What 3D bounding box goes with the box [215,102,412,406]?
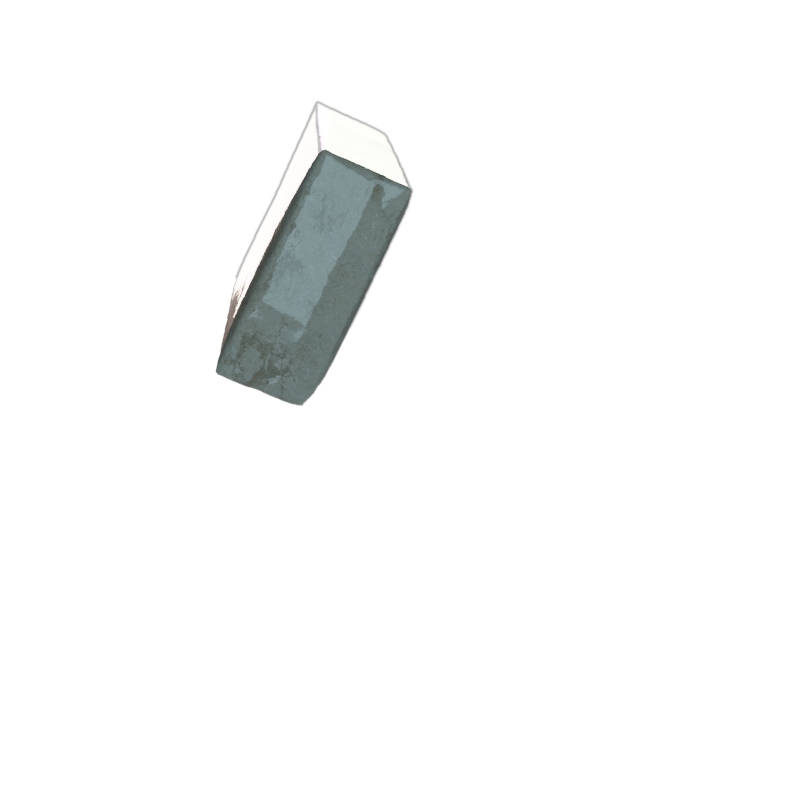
[{"bbox_3d":[-0.062,-0.113,0.795,0.070,0.160,0.223,24,17,-13],"label":"box"}]
